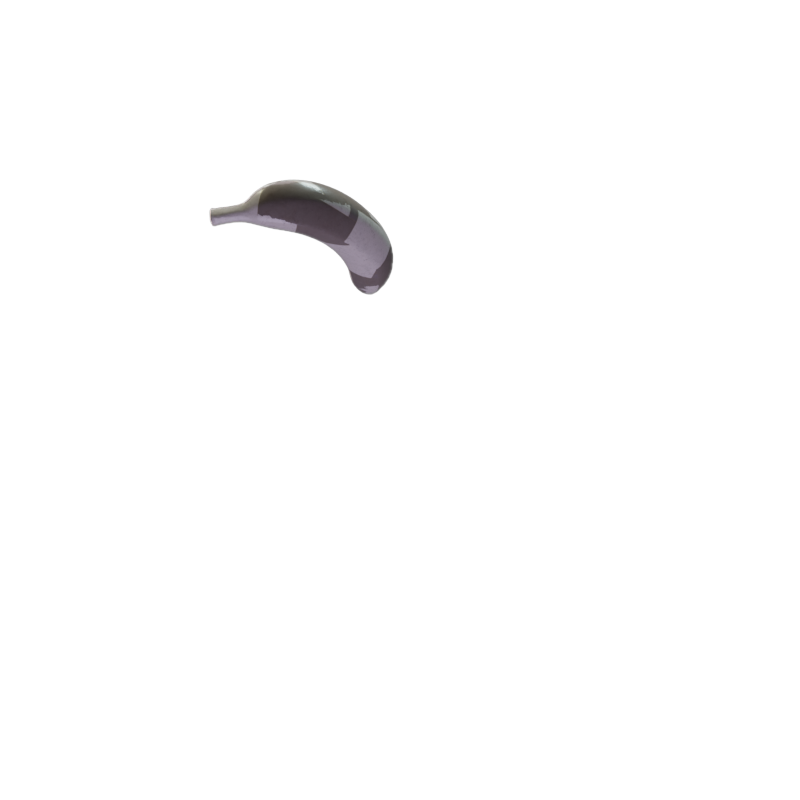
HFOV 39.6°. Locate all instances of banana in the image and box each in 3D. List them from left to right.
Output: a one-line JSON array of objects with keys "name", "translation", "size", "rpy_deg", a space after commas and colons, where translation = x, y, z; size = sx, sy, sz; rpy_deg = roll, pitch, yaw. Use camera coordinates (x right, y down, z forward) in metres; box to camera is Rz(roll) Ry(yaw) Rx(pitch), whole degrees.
[{"name": "banana", "translation": [-0.049, -0.118, 0.789], "size": [0.071, 0.038, 0.185], "rpy_deg": [-11, -18, 32]}]
